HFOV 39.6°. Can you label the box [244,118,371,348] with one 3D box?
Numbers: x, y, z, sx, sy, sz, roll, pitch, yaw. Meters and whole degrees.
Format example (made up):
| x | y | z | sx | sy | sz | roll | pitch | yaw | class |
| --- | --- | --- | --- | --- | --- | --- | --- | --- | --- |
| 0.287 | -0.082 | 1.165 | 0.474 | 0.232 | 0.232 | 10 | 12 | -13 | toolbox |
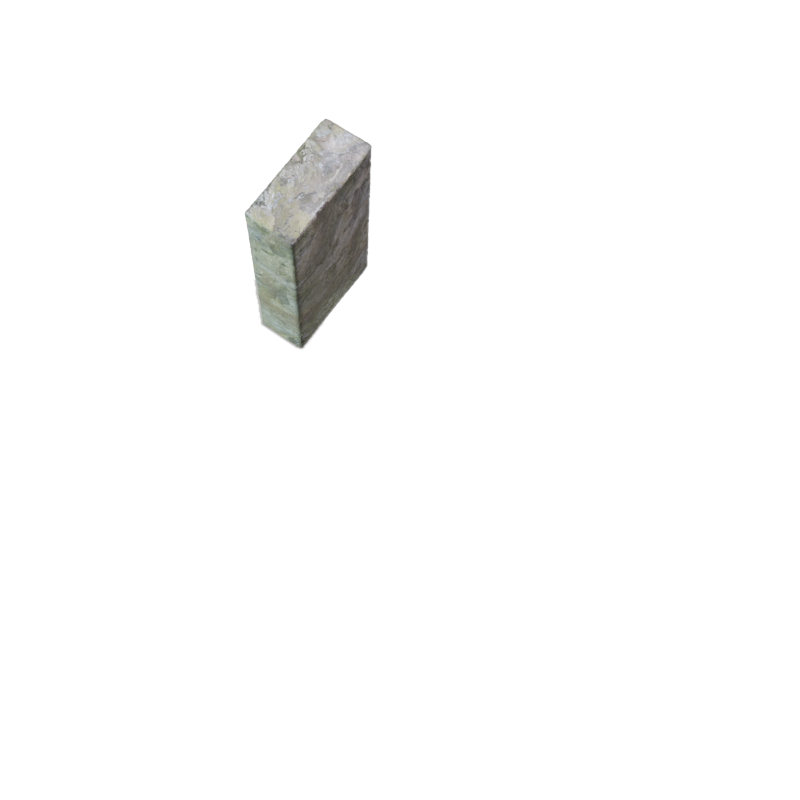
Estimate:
| x | y | z | sx | sy | sz | roll | pitch | yaw | class |
| --- | --- | --- | --- | --- | --- | --- | --- | --- | --- |
| -0.062 | -0.113 | 0.793 | 0.049 | 0.095 | 0.168 | 33 | -19 | 8 | box |
